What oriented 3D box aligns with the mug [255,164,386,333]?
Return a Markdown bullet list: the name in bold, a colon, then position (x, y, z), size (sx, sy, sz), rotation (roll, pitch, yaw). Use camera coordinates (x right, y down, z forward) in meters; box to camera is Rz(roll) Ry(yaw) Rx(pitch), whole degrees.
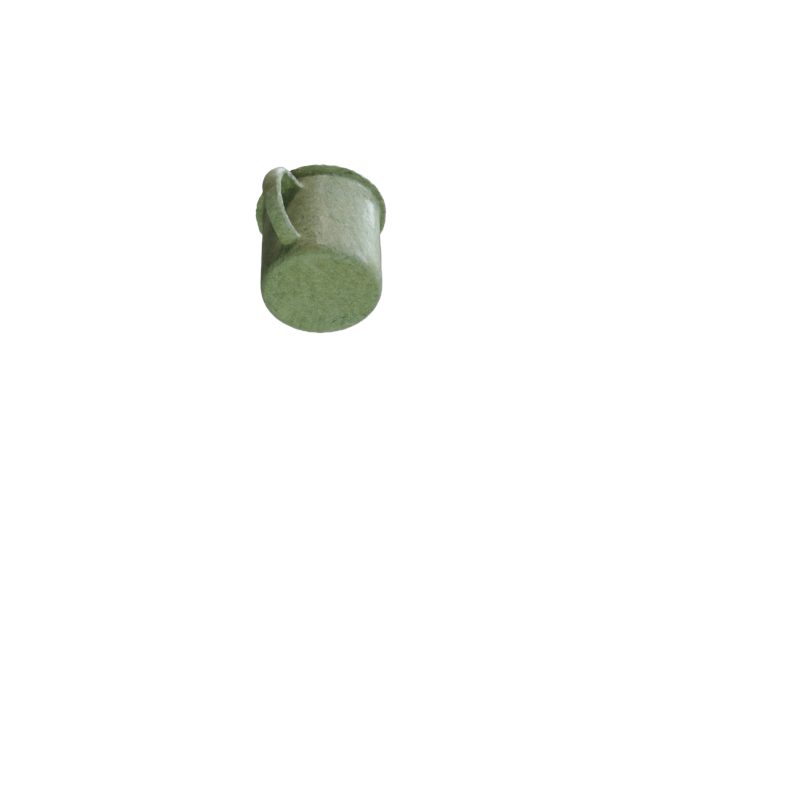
- **mug**: position (-0.059, -0.108, 0.754), size (0.094, 0.088, 0.108), rotation (-18, -46, 17)
